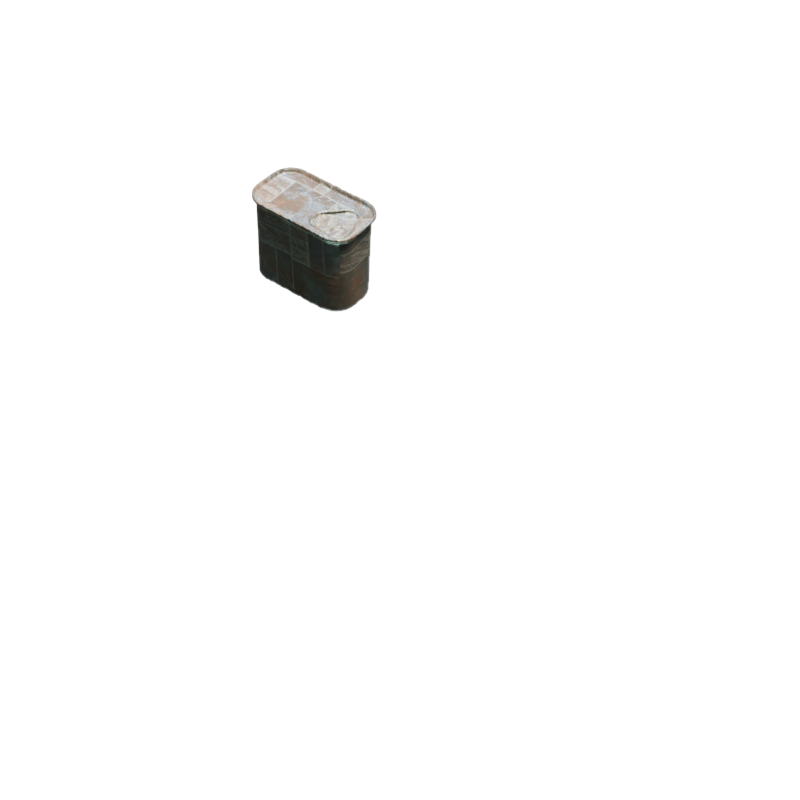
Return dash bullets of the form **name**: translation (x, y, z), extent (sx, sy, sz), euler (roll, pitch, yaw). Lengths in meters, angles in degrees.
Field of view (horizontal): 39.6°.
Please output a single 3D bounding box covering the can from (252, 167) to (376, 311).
- **can**: translation (-0.071, -0.130, 0.913), extent (0.108, 0.078, 0.058), euler (30, 50, 26)
